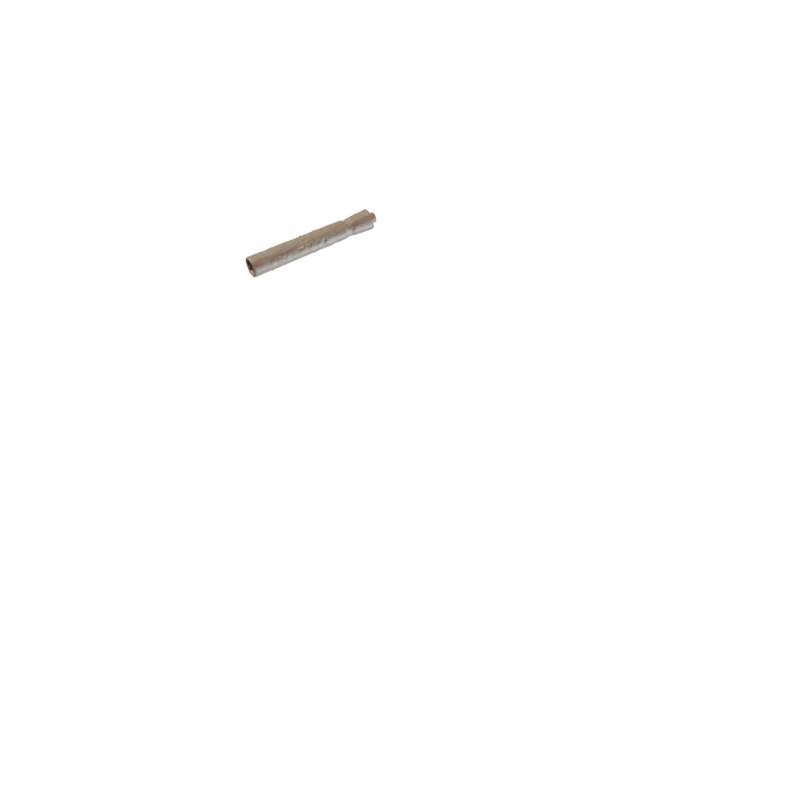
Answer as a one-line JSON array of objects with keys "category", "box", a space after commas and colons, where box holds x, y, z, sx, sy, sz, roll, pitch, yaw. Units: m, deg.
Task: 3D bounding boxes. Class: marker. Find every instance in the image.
[{"category": "marker", "box": [-0.075, -0.136, 0.952, 0.120, 0.019, 0.020, -25, 12, -17]}]
